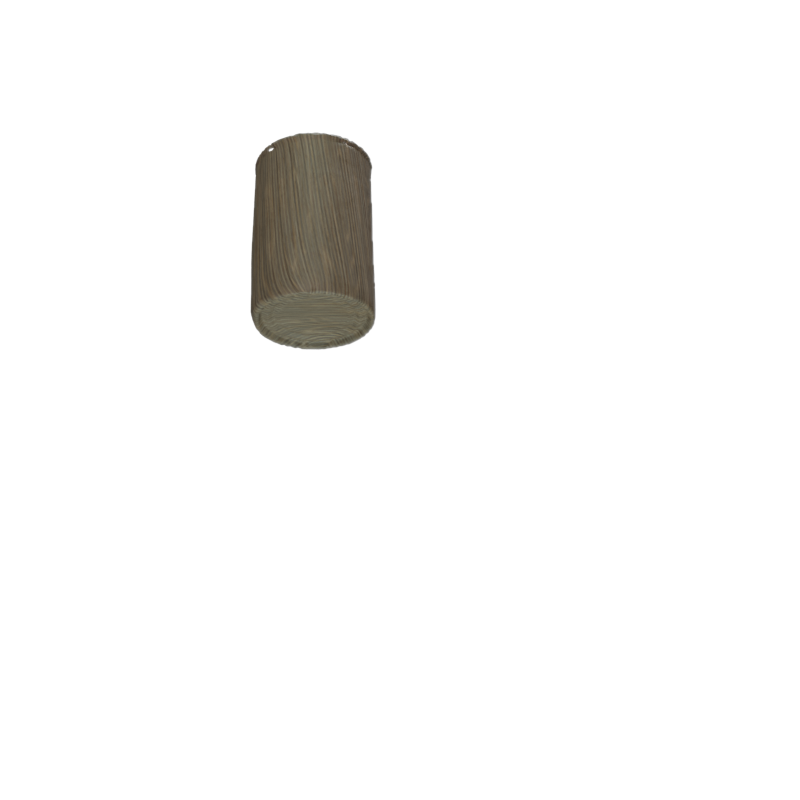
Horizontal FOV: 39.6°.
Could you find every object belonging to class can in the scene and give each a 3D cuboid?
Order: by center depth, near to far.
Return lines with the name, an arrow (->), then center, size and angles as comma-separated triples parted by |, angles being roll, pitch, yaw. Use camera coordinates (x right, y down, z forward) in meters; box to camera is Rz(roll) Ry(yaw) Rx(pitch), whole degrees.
can -> -0.048, -0.088, 0.616 | 0.068, 0.109, 0.064 | 0, -30, -2
